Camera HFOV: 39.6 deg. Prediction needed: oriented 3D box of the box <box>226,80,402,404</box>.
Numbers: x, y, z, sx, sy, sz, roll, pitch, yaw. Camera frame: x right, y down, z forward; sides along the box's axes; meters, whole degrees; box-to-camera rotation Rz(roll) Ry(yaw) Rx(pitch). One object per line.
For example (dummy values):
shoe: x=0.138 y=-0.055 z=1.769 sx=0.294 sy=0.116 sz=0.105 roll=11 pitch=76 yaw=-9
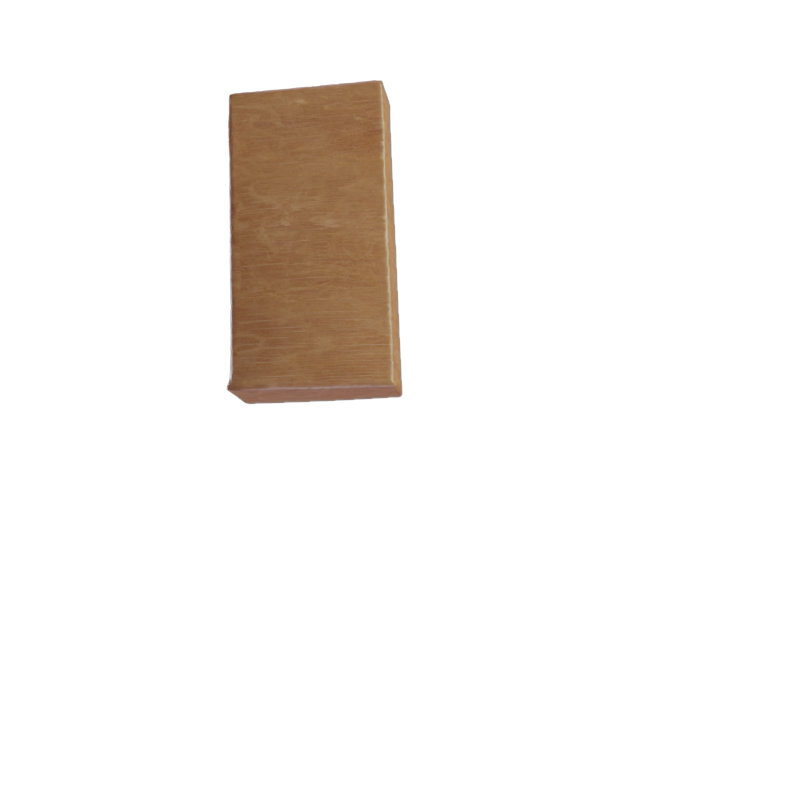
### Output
box: x=-0.049 y=-0.090 z=0.628 sx=0.094 sy=0.184 sz=0.046 roll=-4 pitch=-18 yaw=8
